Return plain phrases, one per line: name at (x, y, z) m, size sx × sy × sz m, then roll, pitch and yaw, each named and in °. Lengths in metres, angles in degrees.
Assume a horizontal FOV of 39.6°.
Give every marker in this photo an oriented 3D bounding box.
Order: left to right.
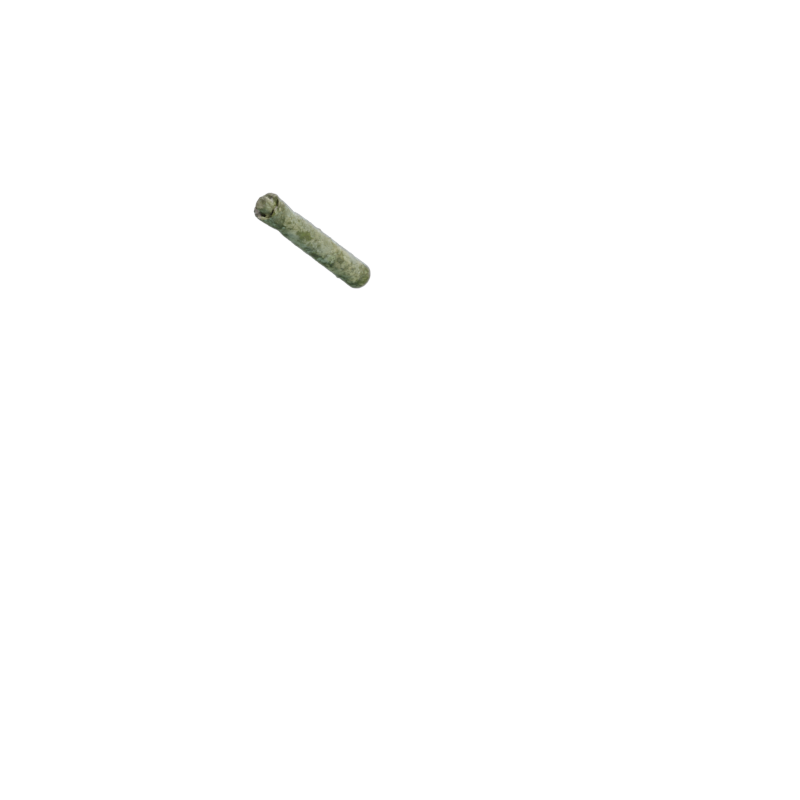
marker at (-0.056, -0.102, 0.716) m, size 0.020 × 0.020 × 0.113 m, roll 3°, pitch -17°, yaw 32°
